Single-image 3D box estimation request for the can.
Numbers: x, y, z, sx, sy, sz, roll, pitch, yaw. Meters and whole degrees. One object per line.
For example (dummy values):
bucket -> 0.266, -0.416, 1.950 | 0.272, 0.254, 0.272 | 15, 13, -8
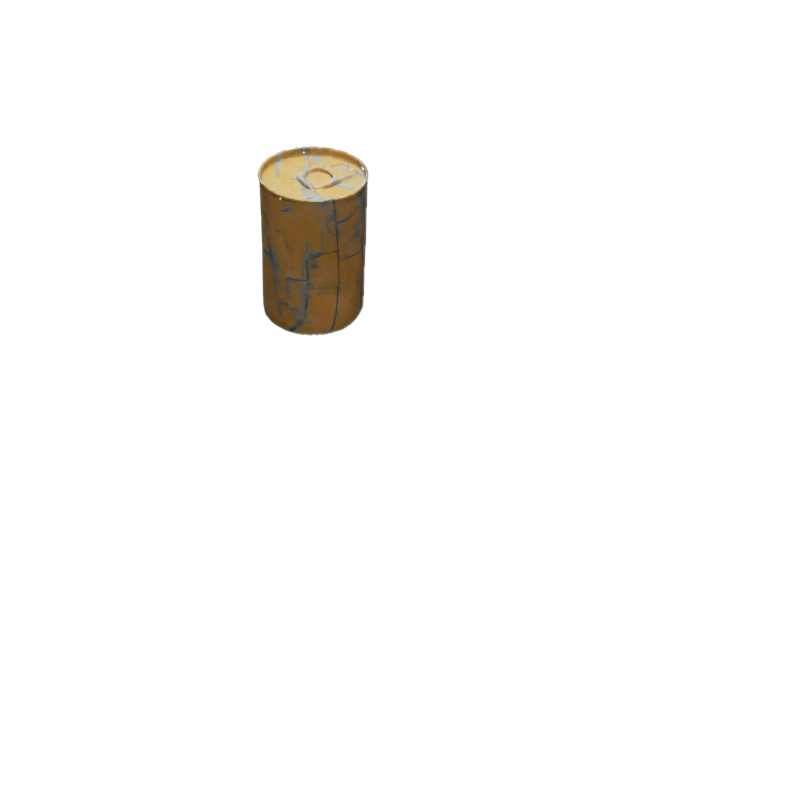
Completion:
can -> -0.055, -0.101, 0.706 | 0.068, 0.096, 0.073 | 0, 37, -3
